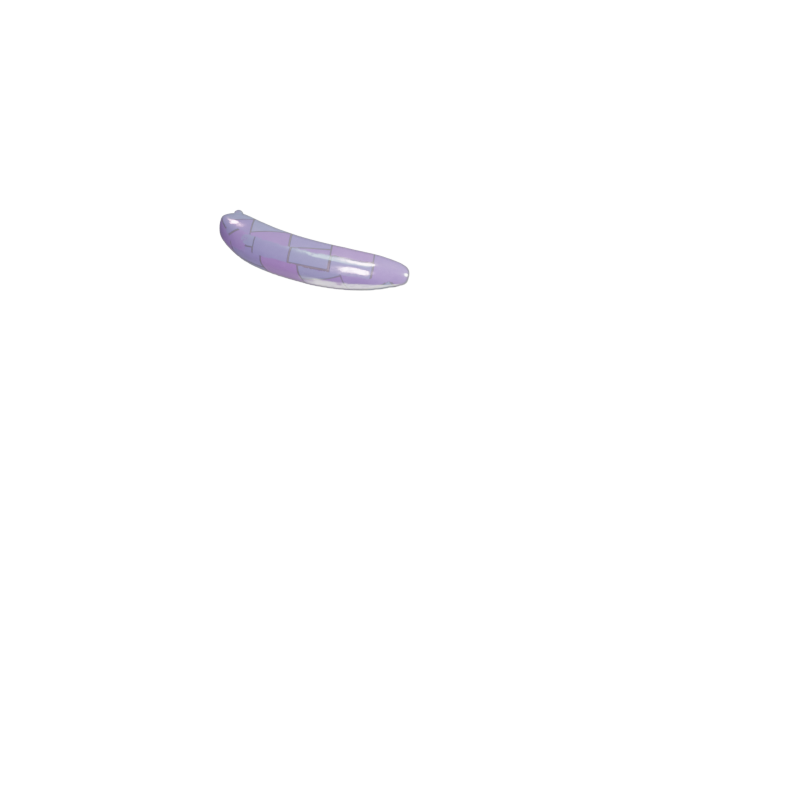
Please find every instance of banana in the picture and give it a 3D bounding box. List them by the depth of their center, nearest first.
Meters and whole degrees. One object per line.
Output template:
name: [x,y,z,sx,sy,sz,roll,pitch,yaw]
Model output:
banana: [-0.089,-0.130,0.954,0.209,0.034,0.070,24,41,30]
